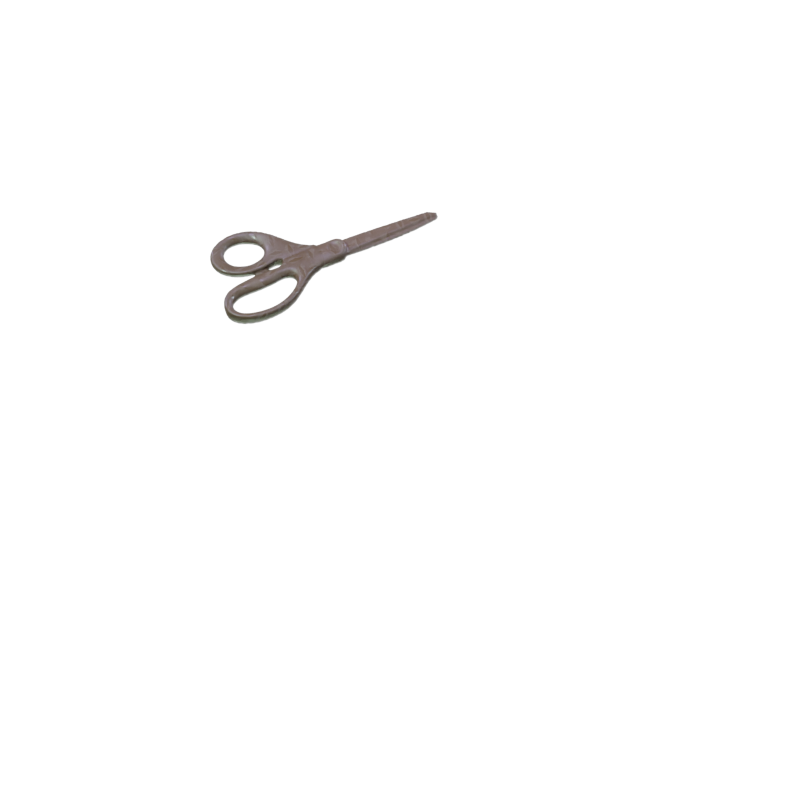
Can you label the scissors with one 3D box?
[{"bbox_3d":[-0.073,-0.134,0.938,0.203,0.102,0.015,-36,-28,-23],"label":"scissors"}]
